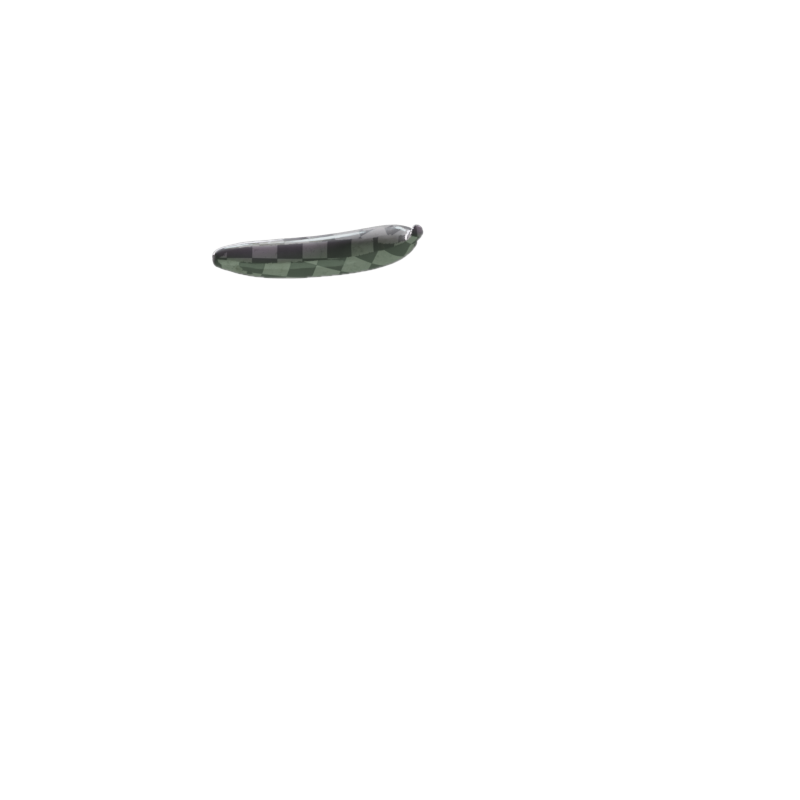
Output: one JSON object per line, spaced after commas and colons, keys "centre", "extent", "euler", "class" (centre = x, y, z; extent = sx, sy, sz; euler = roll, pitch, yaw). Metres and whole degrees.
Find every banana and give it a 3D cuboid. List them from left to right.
{"centre": [-0.067, -0.135, 0.991], "extent": [0.201, 0.039, 0.065], "euler": [-6, -20, 19], "class": "banana"}
